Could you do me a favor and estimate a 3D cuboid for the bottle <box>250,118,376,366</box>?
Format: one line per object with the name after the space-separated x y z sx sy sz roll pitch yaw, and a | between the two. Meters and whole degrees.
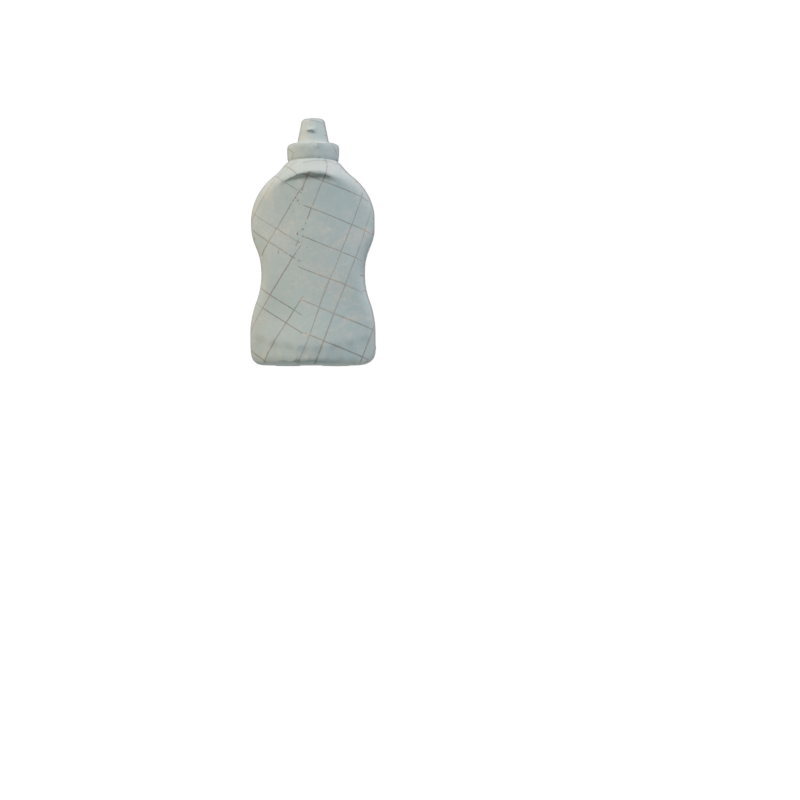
-0.067 -0.123 0.861 0.096 0.194 0.057 -1 -5 3 | bottle
